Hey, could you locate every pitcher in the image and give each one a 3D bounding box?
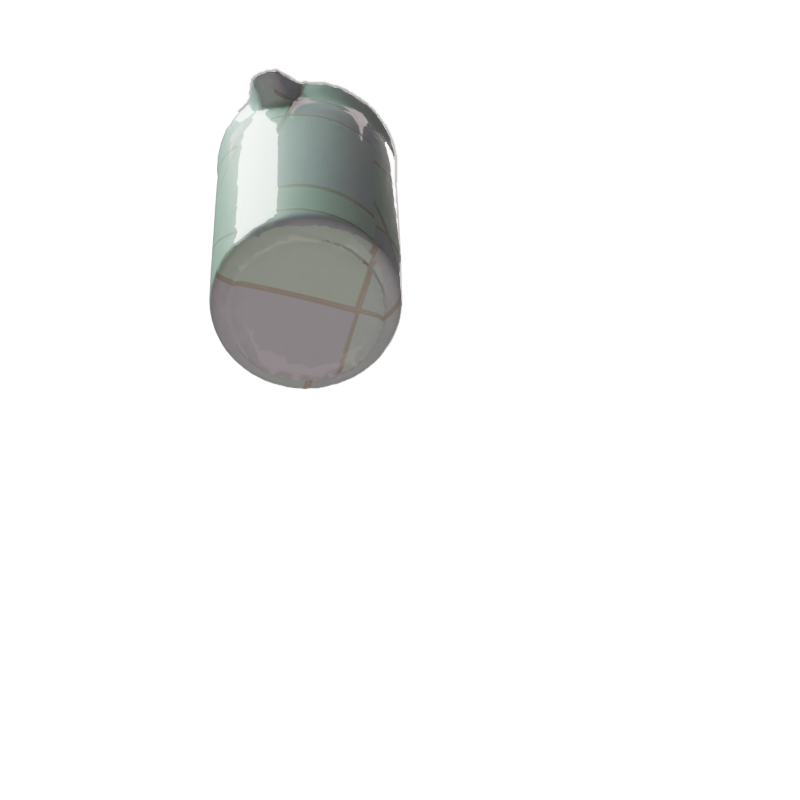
[{"bbox_3d":[-0.057,-0.103,0.723,0.145,0.140,0.258,22,25,-15],"label":"pitcher"}]
